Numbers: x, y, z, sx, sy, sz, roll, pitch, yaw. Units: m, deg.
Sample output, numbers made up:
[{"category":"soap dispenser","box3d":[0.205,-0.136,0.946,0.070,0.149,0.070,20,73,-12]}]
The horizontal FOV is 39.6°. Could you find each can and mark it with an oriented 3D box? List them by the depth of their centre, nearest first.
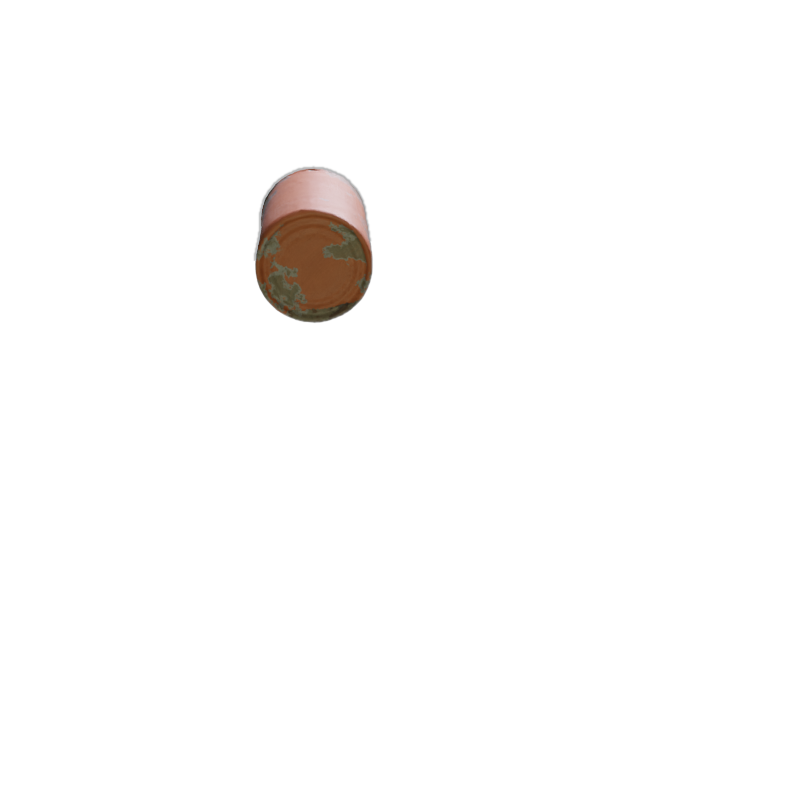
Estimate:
[{"category":"can","box3d":[-0.052,-0.094,0.661,0.068,0.066,0.107,0,22,-3]}]
